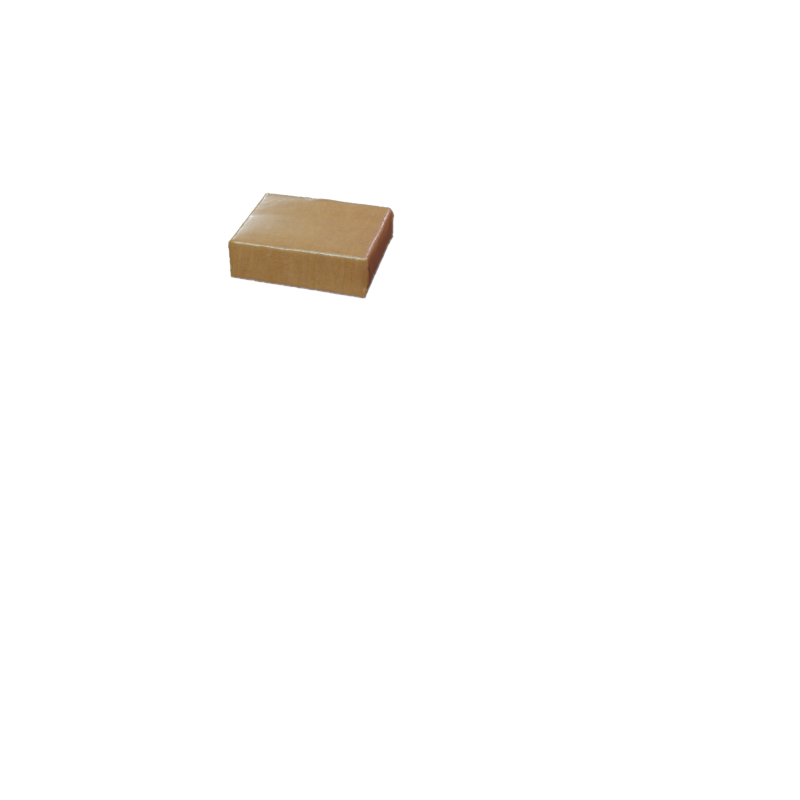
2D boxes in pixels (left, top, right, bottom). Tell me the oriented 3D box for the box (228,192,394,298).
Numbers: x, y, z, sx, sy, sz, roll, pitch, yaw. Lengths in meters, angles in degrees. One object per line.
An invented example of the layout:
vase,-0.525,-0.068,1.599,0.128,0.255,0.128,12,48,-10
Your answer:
box,-0.055,-0.100,0.700,0.091,0.028,0.076,8,34,12
